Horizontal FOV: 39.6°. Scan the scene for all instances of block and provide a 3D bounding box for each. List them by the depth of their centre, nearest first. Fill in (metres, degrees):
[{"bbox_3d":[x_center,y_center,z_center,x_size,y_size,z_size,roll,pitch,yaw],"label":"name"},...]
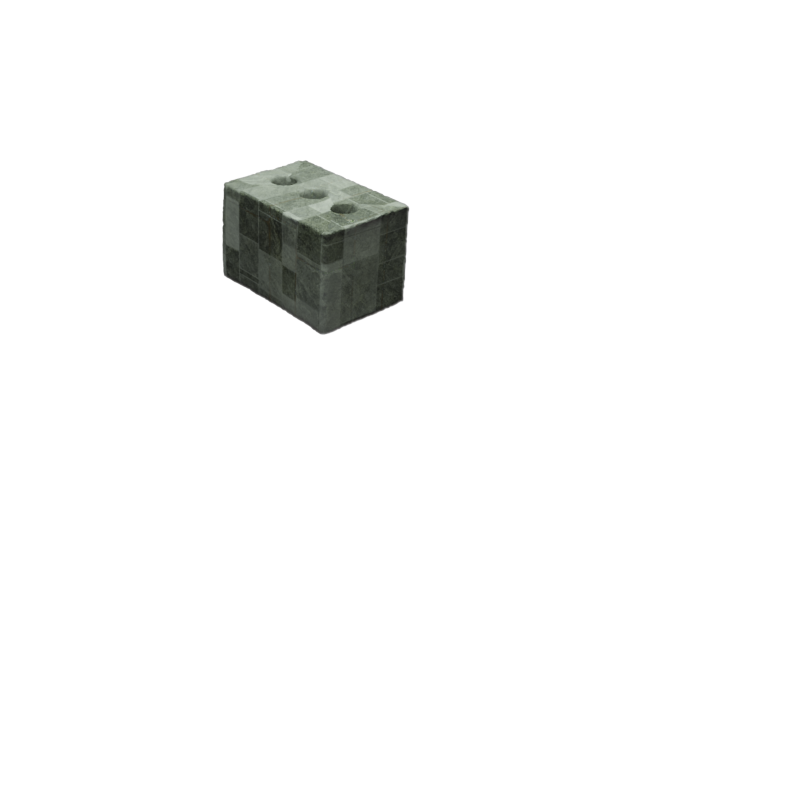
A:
[{"bbox_3d":[-0.041,-0.075,0.523,0.052,0.048,0.083,-23,38,-36],"label":"block"}]
